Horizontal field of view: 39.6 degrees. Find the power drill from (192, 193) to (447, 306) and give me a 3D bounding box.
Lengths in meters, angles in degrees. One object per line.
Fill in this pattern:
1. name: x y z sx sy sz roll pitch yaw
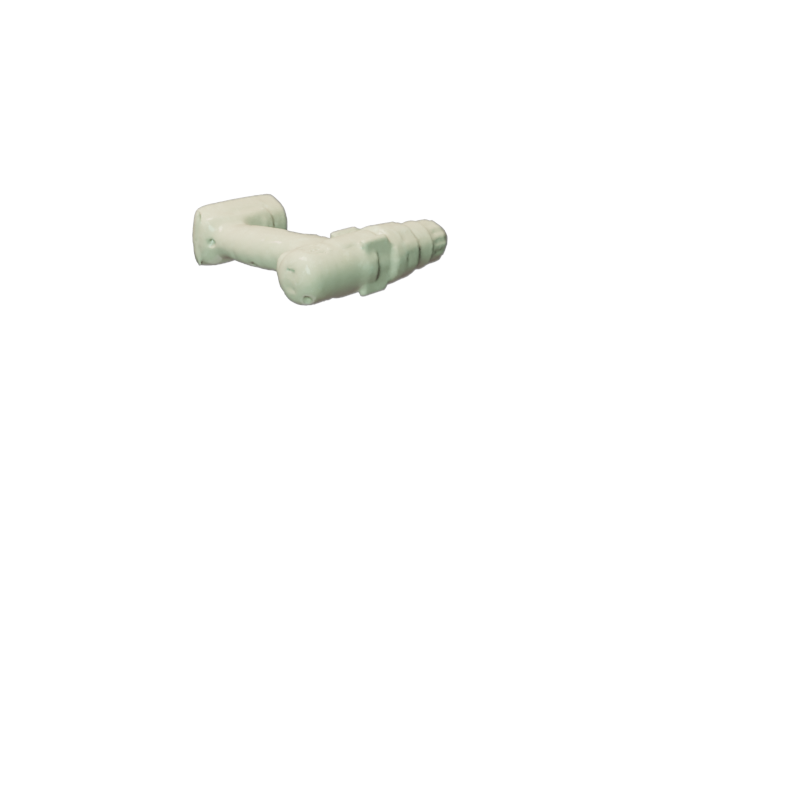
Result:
1. power drill: -0.076 -0.139 0.974 0.198 0.055 0.181 18 26 40
